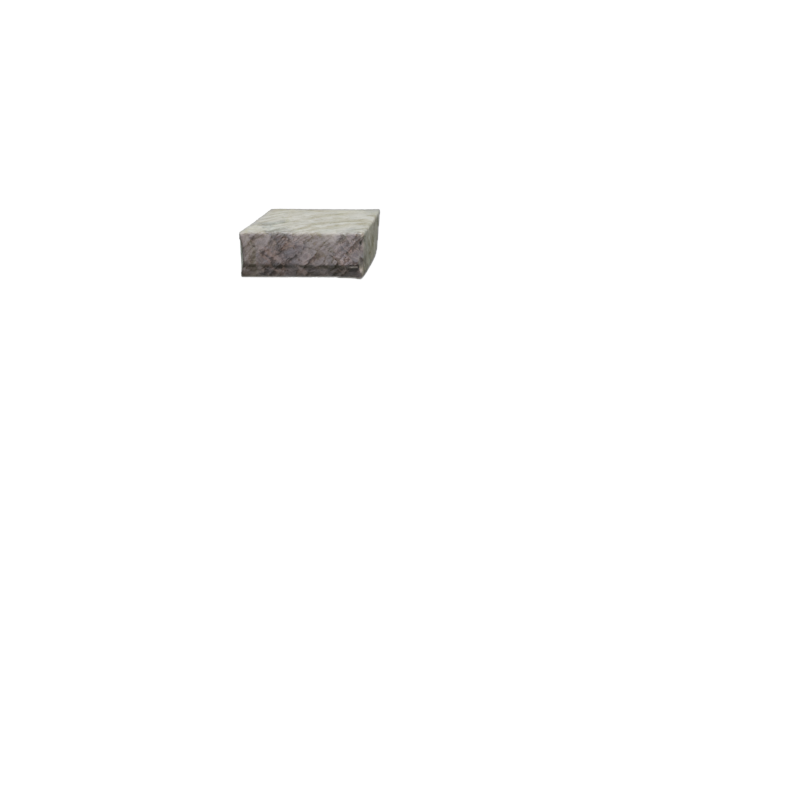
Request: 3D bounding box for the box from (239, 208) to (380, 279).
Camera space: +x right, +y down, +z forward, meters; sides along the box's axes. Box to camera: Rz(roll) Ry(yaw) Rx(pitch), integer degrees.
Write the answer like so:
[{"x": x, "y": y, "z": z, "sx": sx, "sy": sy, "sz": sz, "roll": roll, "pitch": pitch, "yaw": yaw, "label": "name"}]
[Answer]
[{"x": -0.065, "y": -0.119, "z": 0.834, "sx": 0.091, "sy": 0.038, "sz": 0.116, "roll": 2, "pitch": 16, "yaw": 7, "label": "box"}]
